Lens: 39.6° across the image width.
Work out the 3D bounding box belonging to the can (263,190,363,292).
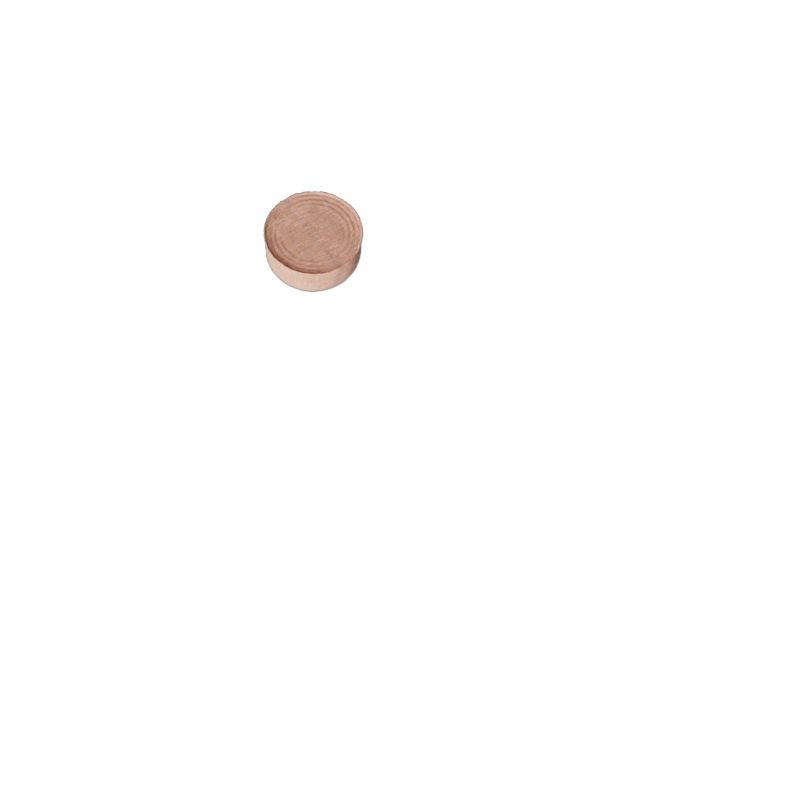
[{"bbox_3d":[-0.075,-0.138,0.964,0.086,0.091,0.031,-1,-30,-1],"label":"can"}]
